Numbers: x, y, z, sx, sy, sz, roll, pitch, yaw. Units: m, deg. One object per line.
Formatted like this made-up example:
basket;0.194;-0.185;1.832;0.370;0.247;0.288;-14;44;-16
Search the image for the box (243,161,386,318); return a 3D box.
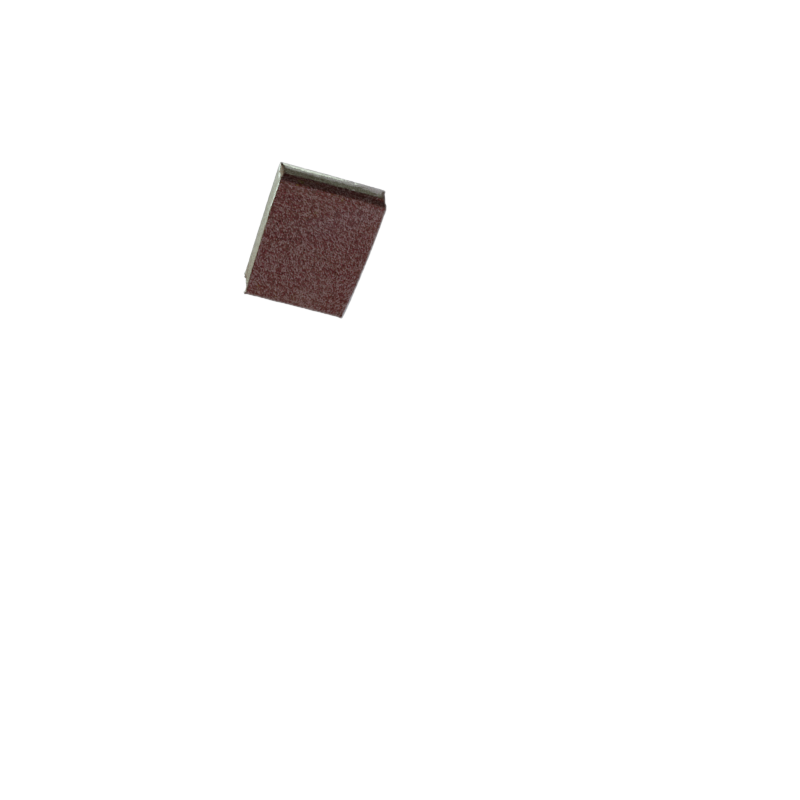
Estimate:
box;-0.070;-0.129;0.901;0.088;0.109;0.041;16;28;-10
